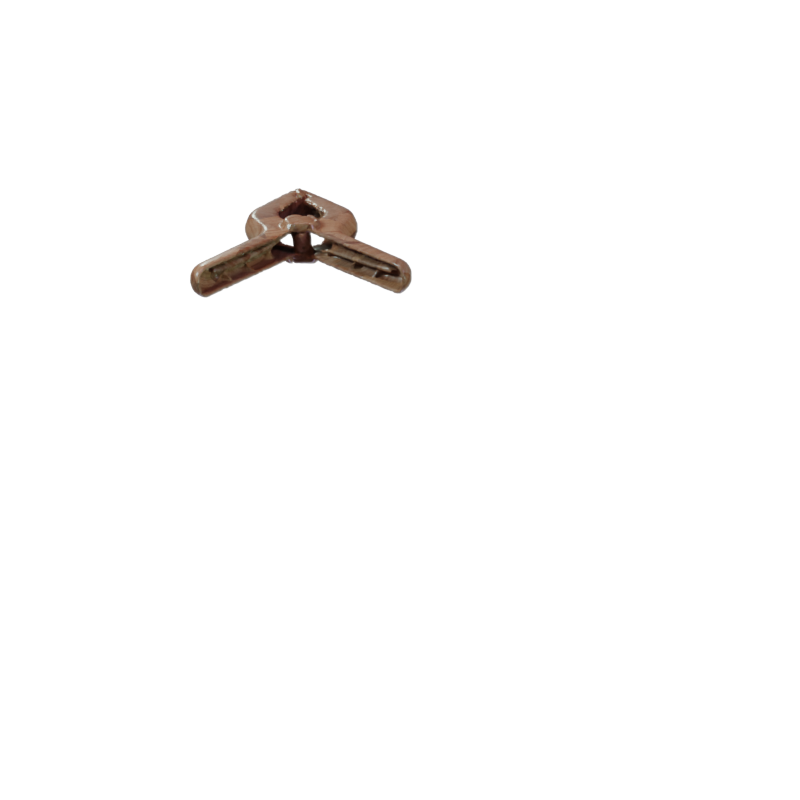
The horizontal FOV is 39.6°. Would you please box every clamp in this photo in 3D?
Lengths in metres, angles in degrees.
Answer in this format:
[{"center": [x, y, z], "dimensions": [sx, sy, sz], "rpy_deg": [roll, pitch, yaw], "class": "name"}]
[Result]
[{"center": [-0.071, -0.129, 0.907], "dimensions": [0.166, 0.035, 0.219], "rpy_deg": [2, 26, 3], "class": "clamp"}]
